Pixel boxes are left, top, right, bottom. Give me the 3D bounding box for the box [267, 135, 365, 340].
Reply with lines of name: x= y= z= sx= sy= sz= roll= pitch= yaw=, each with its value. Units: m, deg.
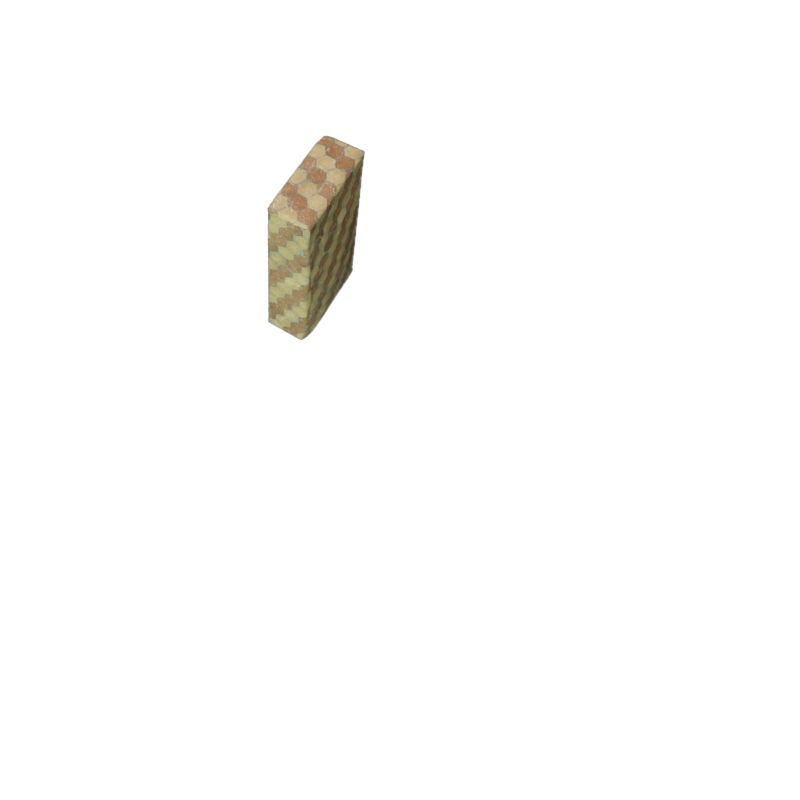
box: x=-0.074 y=-0.135 z=0.941 sx=0.049 sy=0.096 sz=0.165 roll=25 pitch=-29 yaw=11
